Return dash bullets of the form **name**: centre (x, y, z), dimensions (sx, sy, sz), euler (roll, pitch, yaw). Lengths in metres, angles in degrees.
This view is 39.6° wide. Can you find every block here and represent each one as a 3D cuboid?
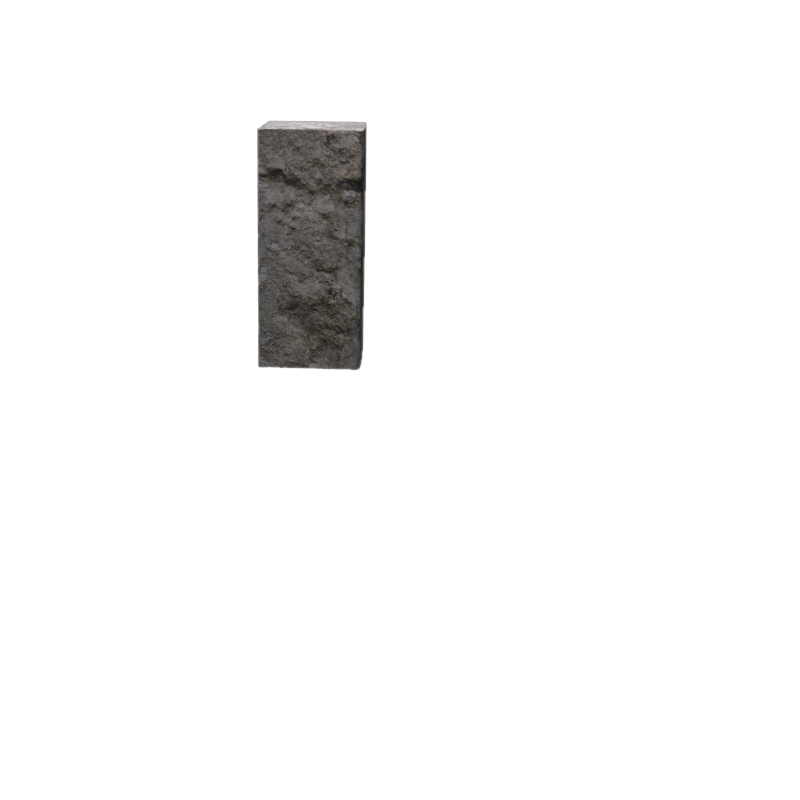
- **block**: centre (-0.076, -0.140, 0.976), dimensions (0.091, 0.201, 0.092), euler (1, 12, 2)
